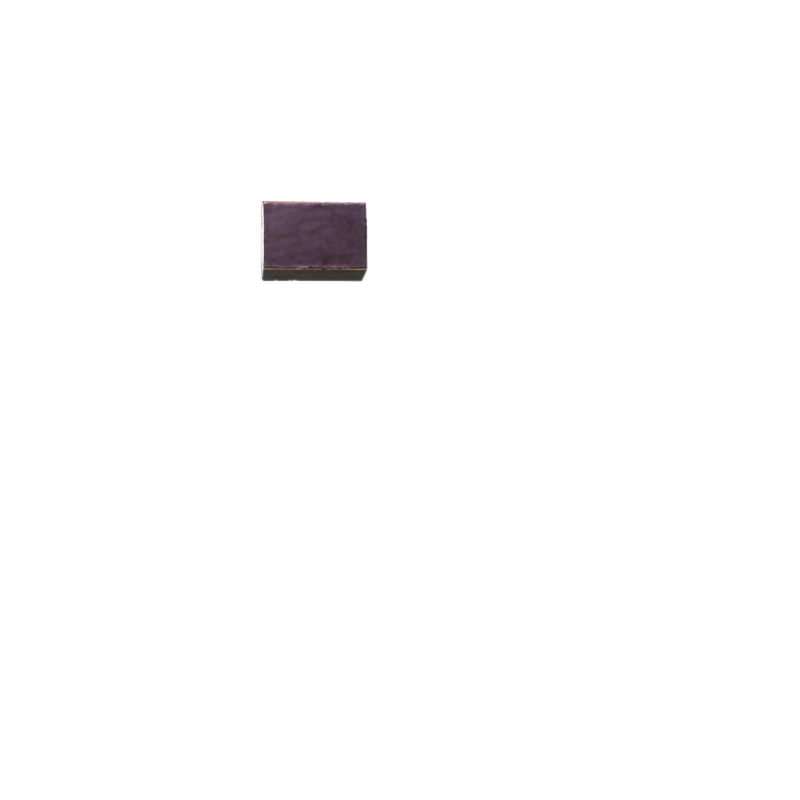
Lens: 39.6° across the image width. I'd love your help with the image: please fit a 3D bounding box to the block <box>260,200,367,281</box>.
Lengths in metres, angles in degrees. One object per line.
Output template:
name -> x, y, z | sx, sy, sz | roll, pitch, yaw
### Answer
block -> -0.064, -0.117, 0.818 | 0.077, 0.053, 0.052 | 0, -8, -5
